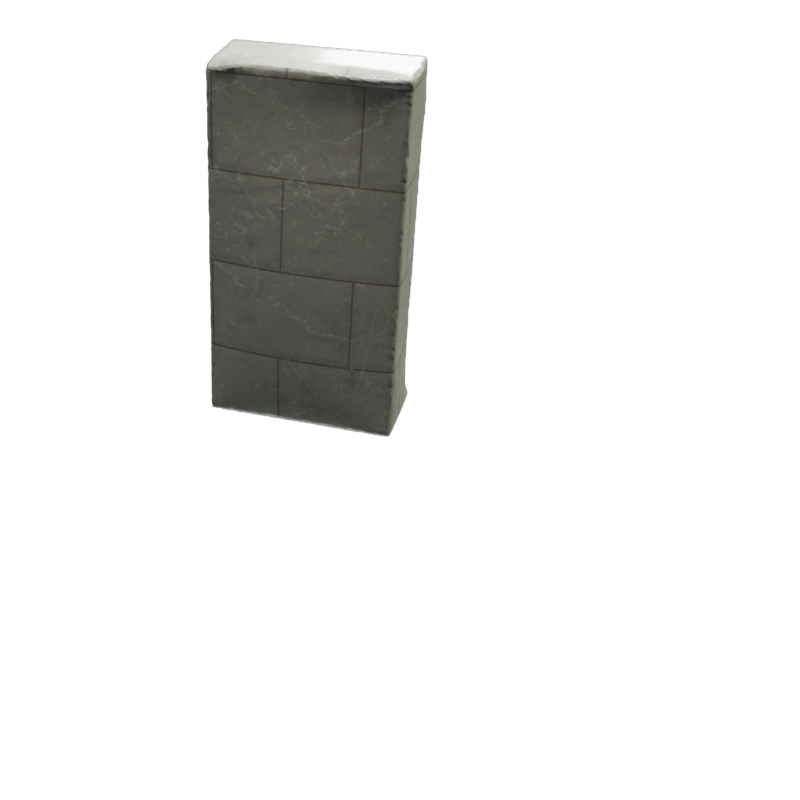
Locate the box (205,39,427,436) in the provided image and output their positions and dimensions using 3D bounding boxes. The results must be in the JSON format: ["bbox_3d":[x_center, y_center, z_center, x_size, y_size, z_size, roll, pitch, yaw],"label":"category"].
[{"bbox_3d":[-0.040,-0.073,0.513,0.095,0.166,0.050,8,30,11],"label":"box"}]
